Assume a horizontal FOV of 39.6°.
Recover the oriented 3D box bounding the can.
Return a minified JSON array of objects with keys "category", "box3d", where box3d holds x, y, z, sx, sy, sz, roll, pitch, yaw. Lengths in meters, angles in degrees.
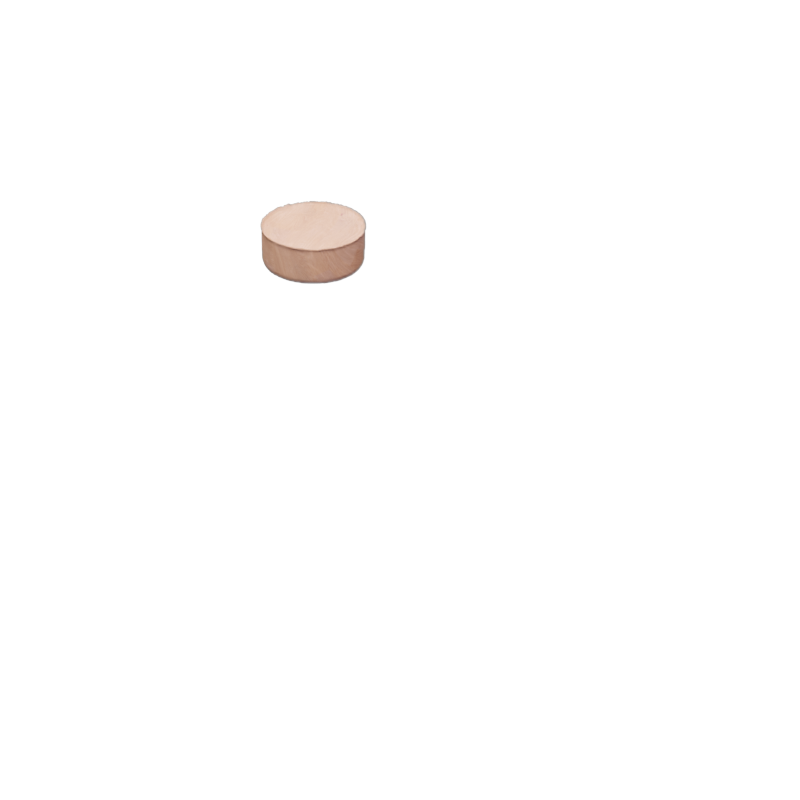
[{"category":"can","box3d":[-0.071,-0.129,0.906,0.086,0.031,0.091,-1,33,-2]}]
